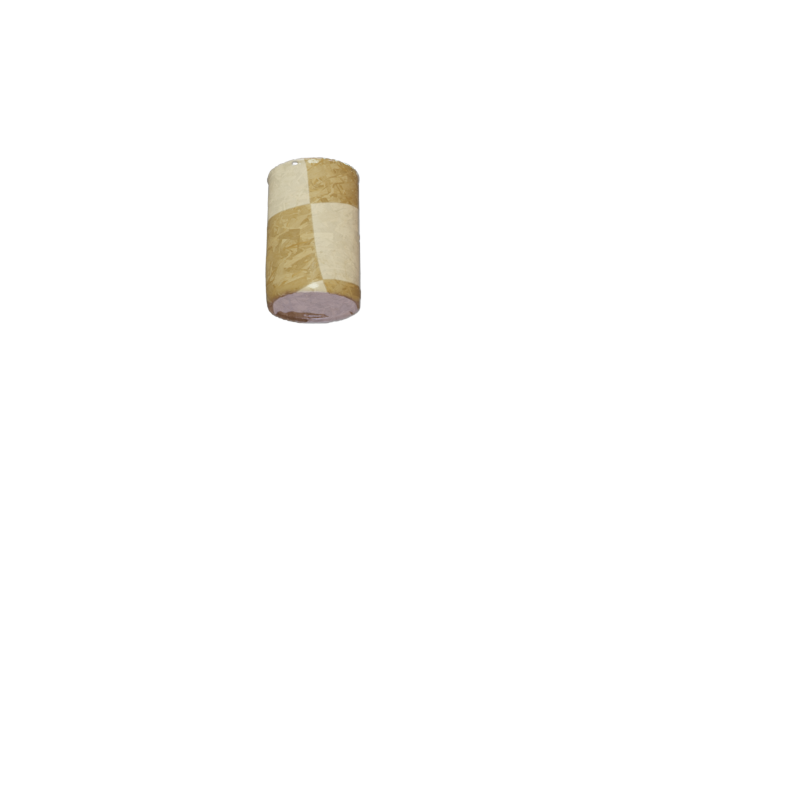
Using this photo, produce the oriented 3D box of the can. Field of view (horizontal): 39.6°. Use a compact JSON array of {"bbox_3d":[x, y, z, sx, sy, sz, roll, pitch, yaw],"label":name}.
[{"bbox_3d":[-0.062,-0.113,0.792,0.068,0.108,0.065,0,-21,-2],"label":"can"}]
